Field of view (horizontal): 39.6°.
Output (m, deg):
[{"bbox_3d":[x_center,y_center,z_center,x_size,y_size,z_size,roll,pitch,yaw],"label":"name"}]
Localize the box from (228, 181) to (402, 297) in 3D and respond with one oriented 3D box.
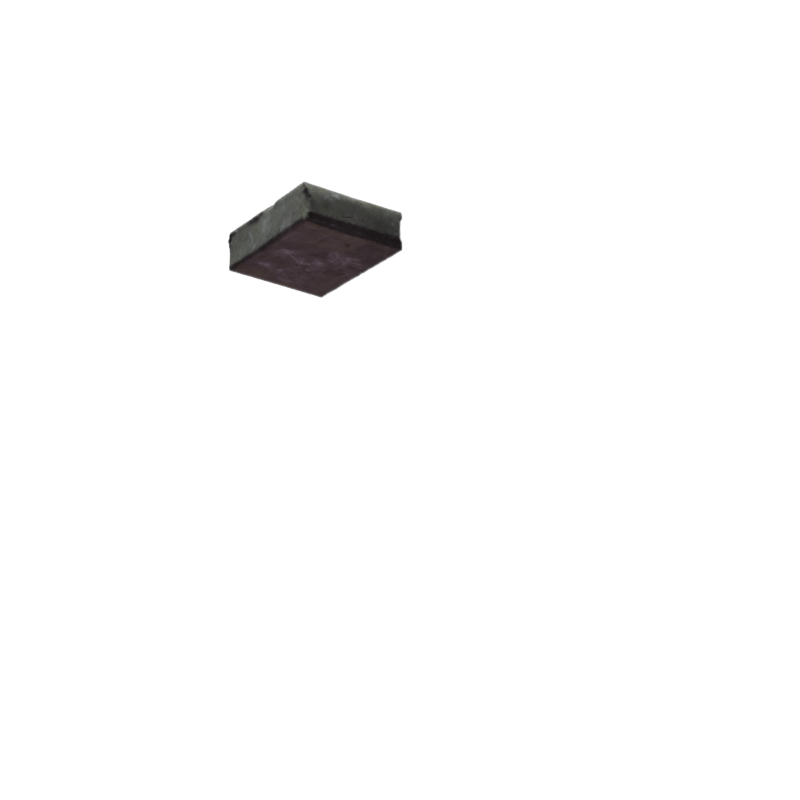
[{"bbox_3d":[-0.054,-0.098,0.688,0.069,0.032,0.089,14,-24,-34],"label":"box"}]
